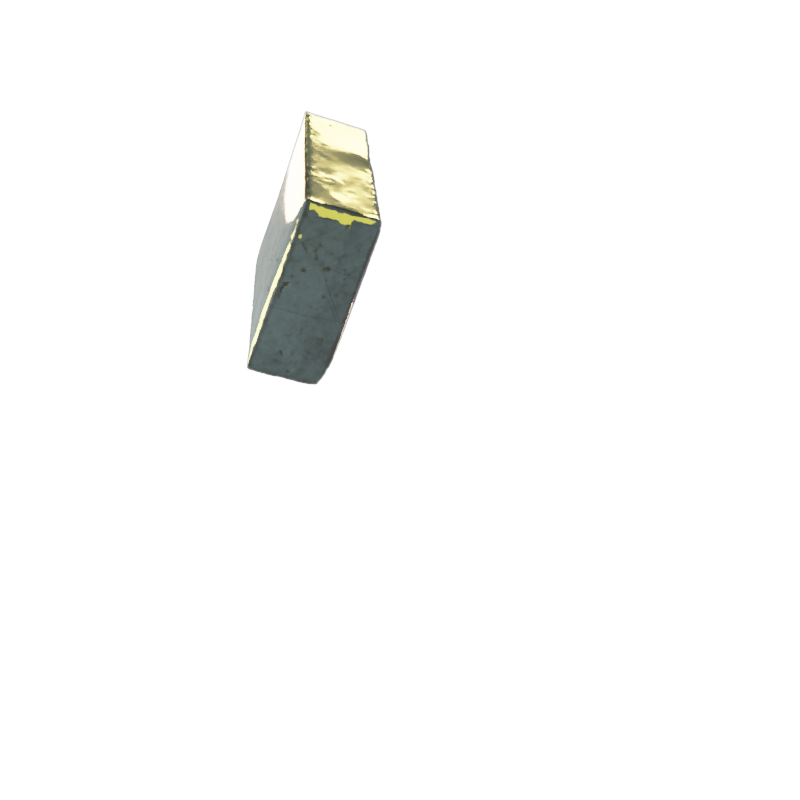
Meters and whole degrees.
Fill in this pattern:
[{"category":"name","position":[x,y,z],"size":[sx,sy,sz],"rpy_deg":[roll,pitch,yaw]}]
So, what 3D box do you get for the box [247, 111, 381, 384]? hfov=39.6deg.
[{"category":"box","position":[-0.077,-0.140,0.982],"size":[0.070,0.158,0.227],"rpy_deg":[16,28,-13]}]
